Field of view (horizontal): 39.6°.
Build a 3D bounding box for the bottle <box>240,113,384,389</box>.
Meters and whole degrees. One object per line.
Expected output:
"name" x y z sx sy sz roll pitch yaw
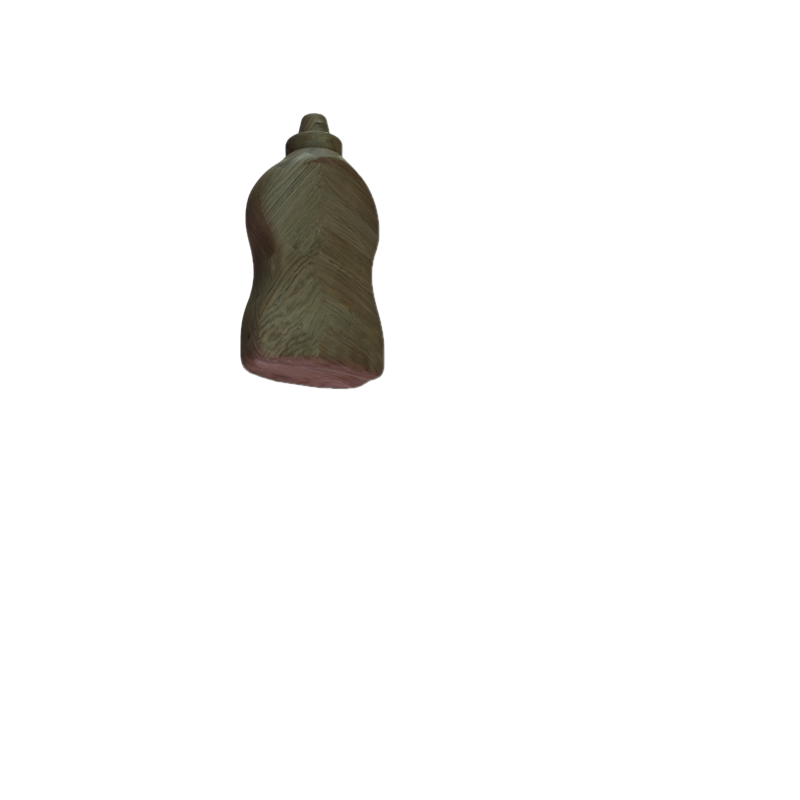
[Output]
"bottle" -0.059 -0.108 0.759 0.092 0.201 0.058 10 -24 -27
